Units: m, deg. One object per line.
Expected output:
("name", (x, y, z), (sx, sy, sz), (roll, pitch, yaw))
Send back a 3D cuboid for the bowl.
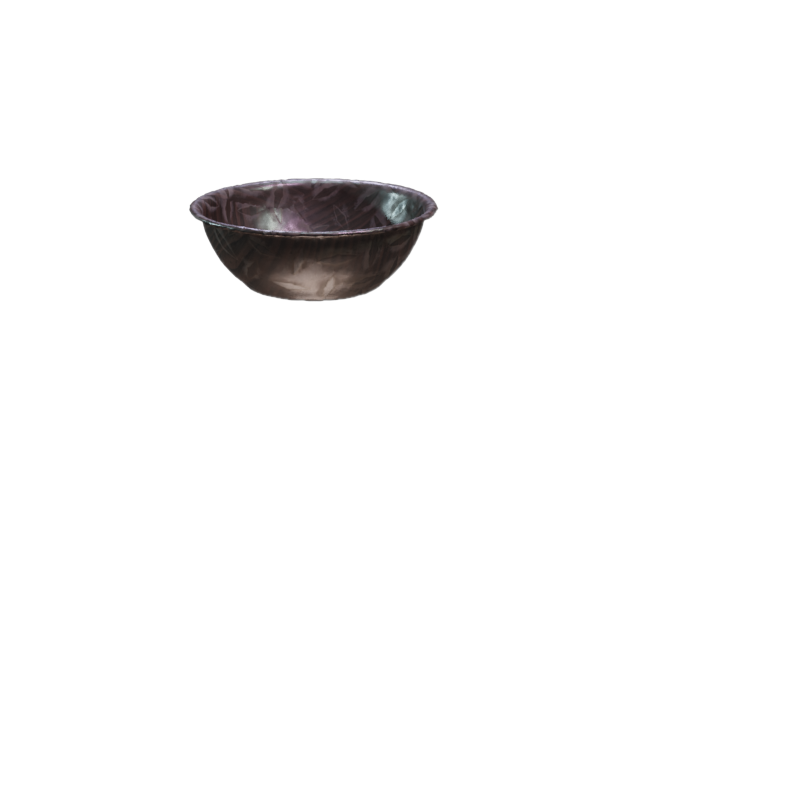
("bowl", (-0.057, -0.104, 0.731), (0.162, 0.053, 0.169), (-1, 21, -2))
